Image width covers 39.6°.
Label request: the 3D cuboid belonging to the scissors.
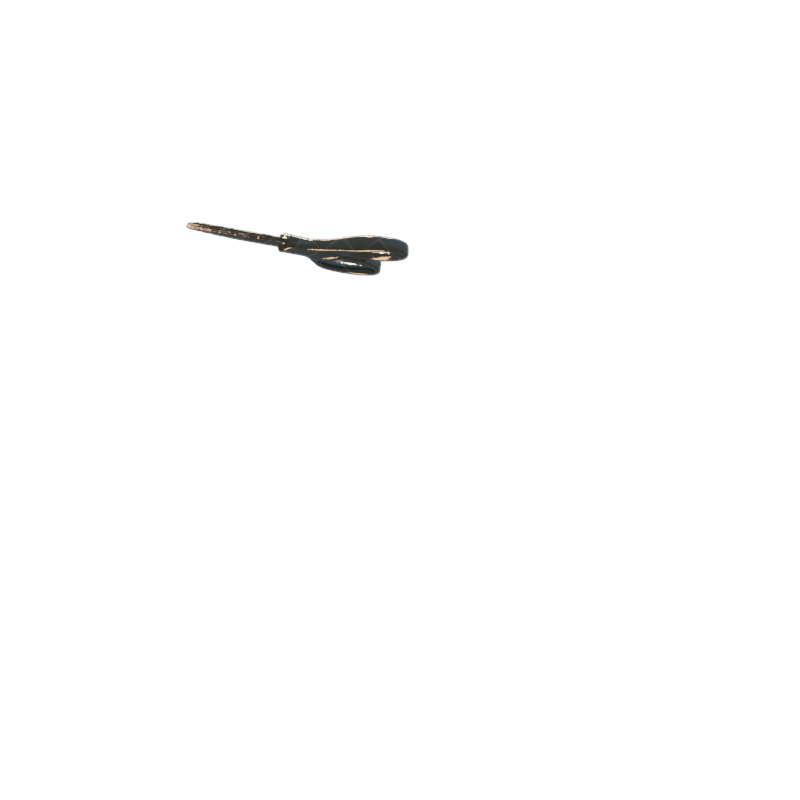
[{"bbox_3d":[-0.072,-0.132,0.926,0.099,0.016,0.191,-7,-11,38],"label":"scissors"}]
